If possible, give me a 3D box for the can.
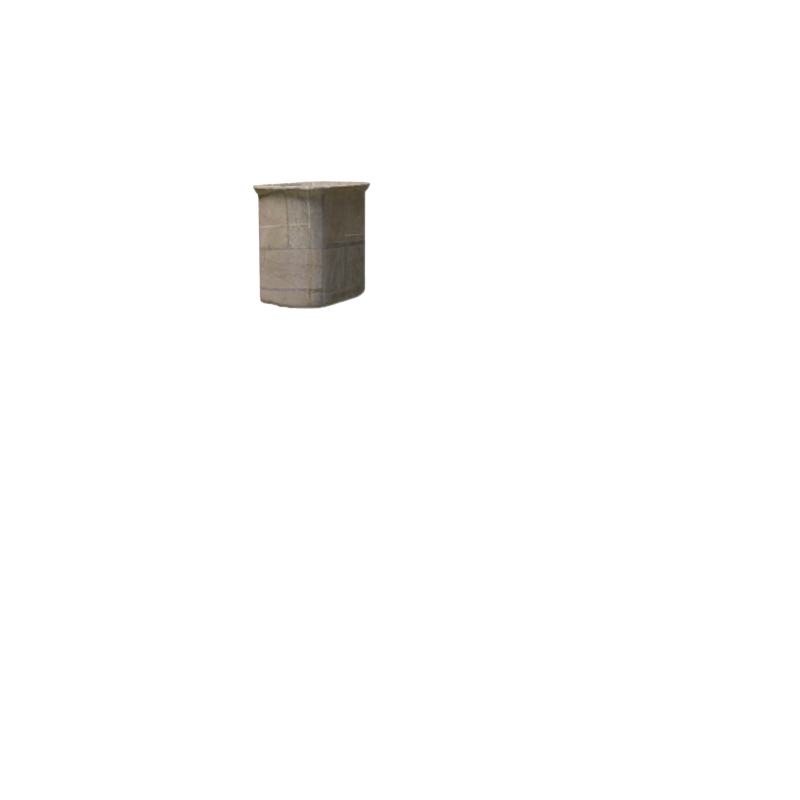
[{"bbox_3d":[-0.062,-0.113,0.793,0.059,0.082,0.101,3,10,22],"label":"can"}]
